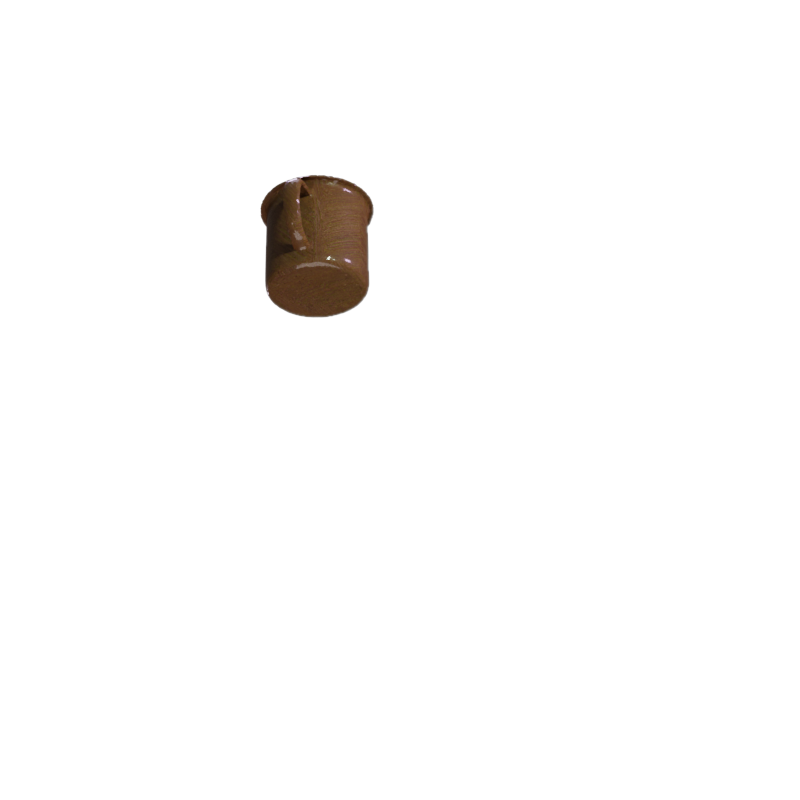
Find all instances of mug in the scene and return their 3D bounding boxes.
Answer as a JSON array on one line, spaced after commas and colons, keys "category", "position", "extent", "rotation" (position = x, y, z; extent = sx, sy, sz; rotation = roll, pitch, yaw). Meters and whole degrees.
[{"category": "mug", "position": [-0.069, -0.125, 0.876], "extent": [0.094, 0.087, 0.108], "rotation": [-8, -33, 10]}]
